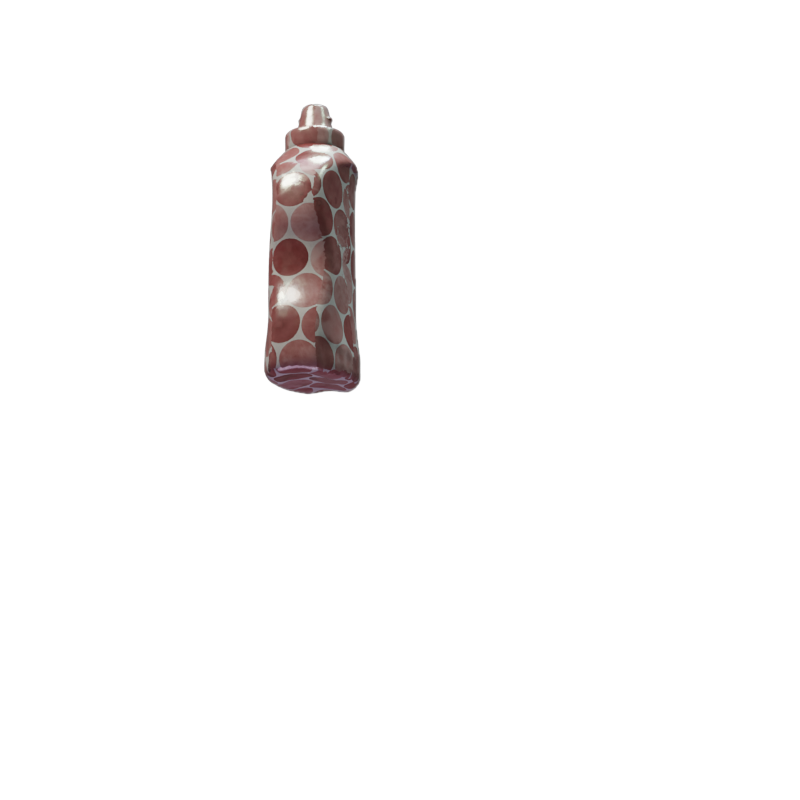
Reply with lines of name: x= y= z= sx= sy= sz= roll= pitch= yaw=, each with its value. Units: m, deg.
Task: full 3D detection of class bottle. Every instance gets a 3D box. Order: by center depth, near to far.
bottle: x=-0.057 y=-0.105 z=0.736 sx=0.059 sy=0.199 sz=0.091 roll=-5 pitch=-16 yaw=13
